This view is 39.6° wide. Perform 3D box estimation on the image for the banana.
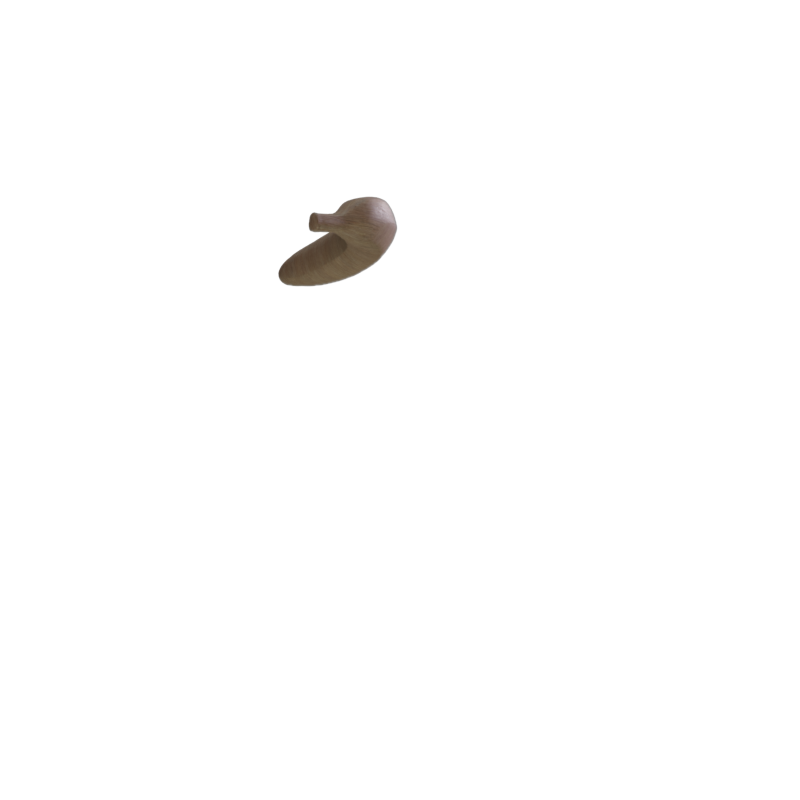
[{"bbox_3d":[-0.042,-0.112,0.782,0.069,0.038,0.195,1,-7,-11],"label":"banana"}]
